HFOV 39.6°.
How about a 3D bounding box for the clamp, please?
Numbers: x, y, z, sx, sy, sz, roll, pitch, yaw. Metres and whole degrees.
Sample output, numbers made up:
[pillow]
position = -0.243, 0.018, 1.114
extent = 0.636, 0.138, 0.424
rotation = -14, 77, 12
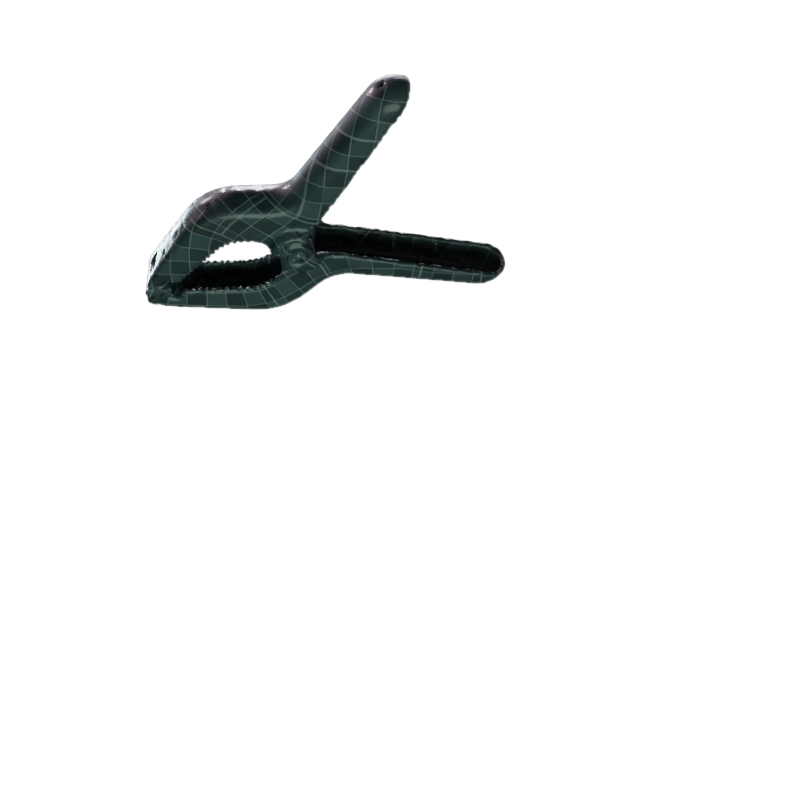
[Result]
[clamp]
position = -0.051, -0.093, 0.650
extent = 0.211, 0.039, 0.152
rotation = -20, -42, 23
